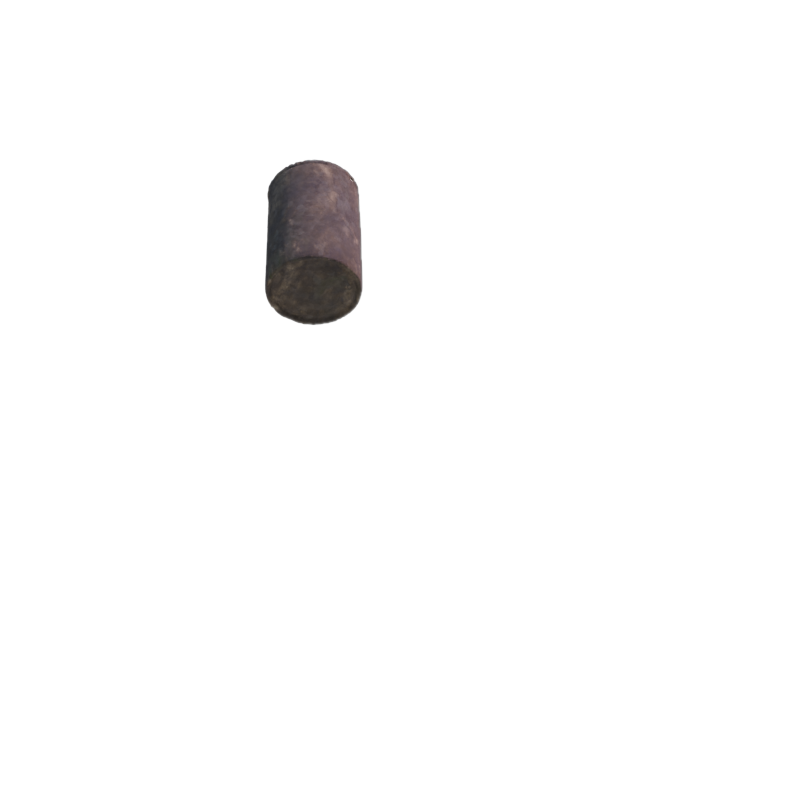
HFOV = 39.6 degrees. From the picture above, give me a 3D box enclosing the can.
[{"bbox_3d":[-0.061,-0.112,0.783,0.068,0.110,0.064,-1,-44,-3],"label":"can"}]
